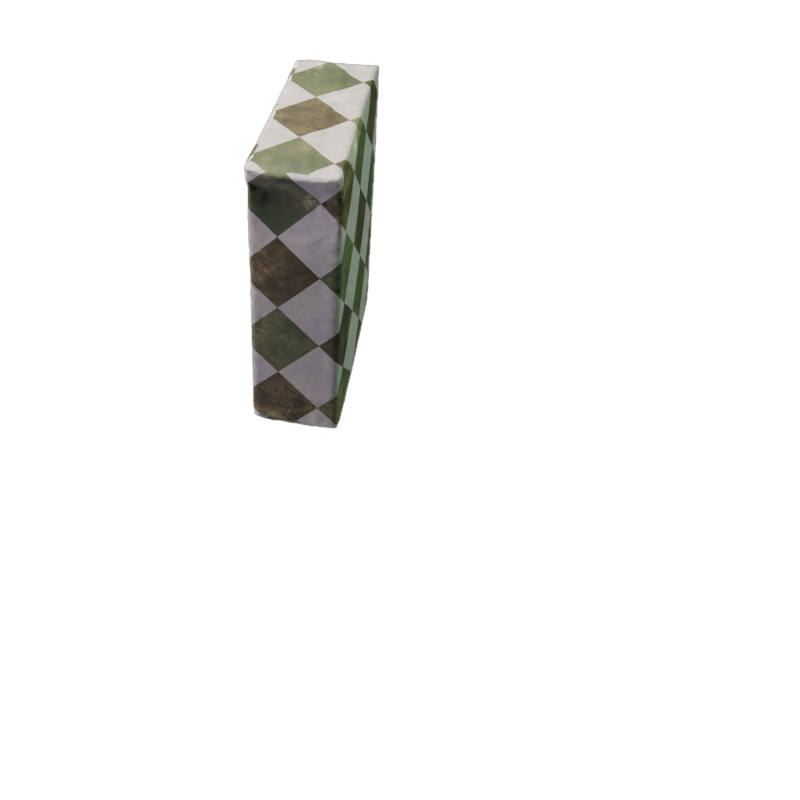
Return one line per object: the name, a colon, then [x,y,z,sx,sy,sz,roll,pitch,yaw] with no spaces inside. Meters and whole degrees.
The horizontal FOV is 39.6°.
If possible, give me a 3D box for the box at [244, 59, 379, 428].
box: [-0.063,-0.115,0.803,0.072,0.200,0.174,6,39,4]
